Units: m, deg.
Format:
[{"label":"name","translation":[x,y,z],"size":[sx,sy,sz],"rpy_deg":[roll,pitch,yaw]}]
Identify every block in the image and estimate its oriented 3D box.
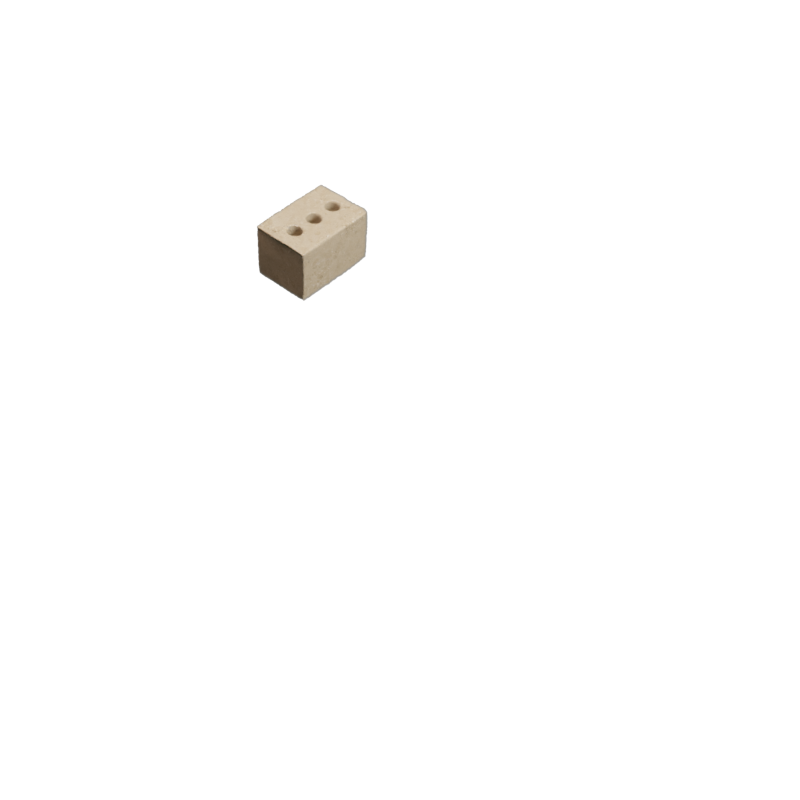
[{"label":"block","translation":[-0.070,-0.128,0.899],"size":[0.056,0.048,0.079],"rpy_deg":[31,52,27]}]
